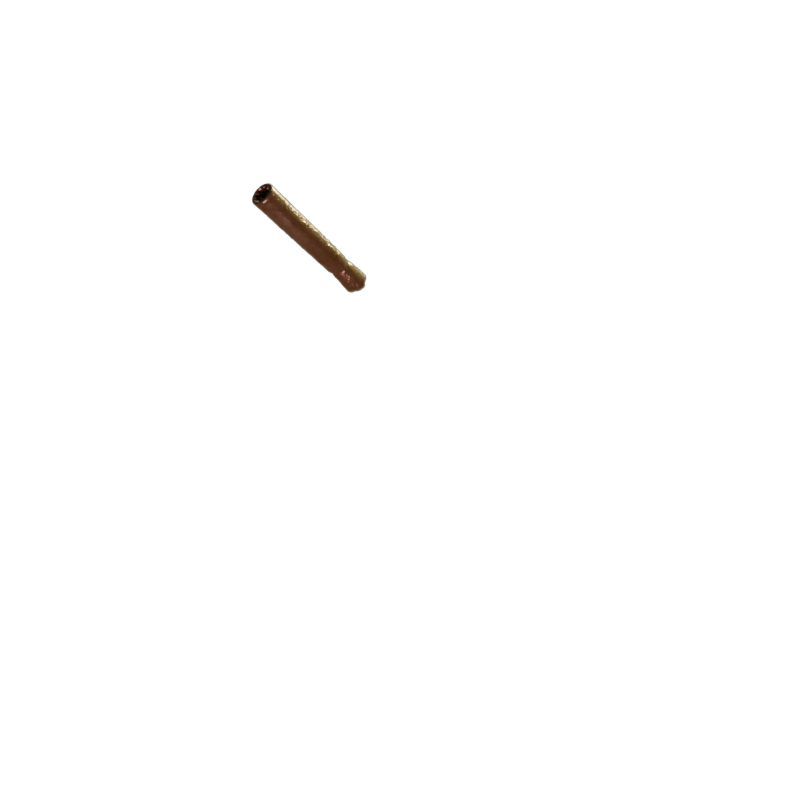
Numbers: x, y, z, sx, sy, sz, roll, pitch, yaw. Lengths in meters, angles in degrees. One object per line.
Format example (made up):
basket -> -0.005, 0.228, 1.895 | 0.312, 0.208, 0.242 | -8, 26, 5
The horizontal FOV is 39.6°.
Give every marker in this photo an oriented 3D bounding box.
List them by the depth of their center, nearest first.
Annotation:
marker -> -0.064, -0.116, 0.811 | 0.021, 0.020, 0.112 | 3, -29, 46
